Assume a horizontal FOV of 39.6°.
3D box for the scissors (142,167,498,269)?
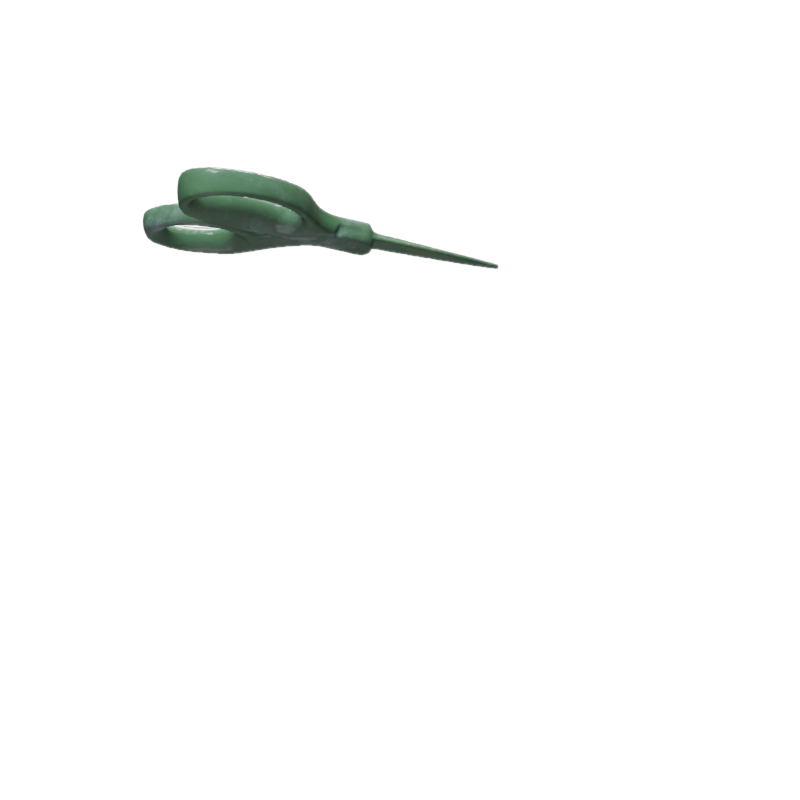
[{"bbox_3d":[-0.044,-0.080,0.562,0.098,0.016,0.190,-8,-13,38],"label":"scissors"}]
